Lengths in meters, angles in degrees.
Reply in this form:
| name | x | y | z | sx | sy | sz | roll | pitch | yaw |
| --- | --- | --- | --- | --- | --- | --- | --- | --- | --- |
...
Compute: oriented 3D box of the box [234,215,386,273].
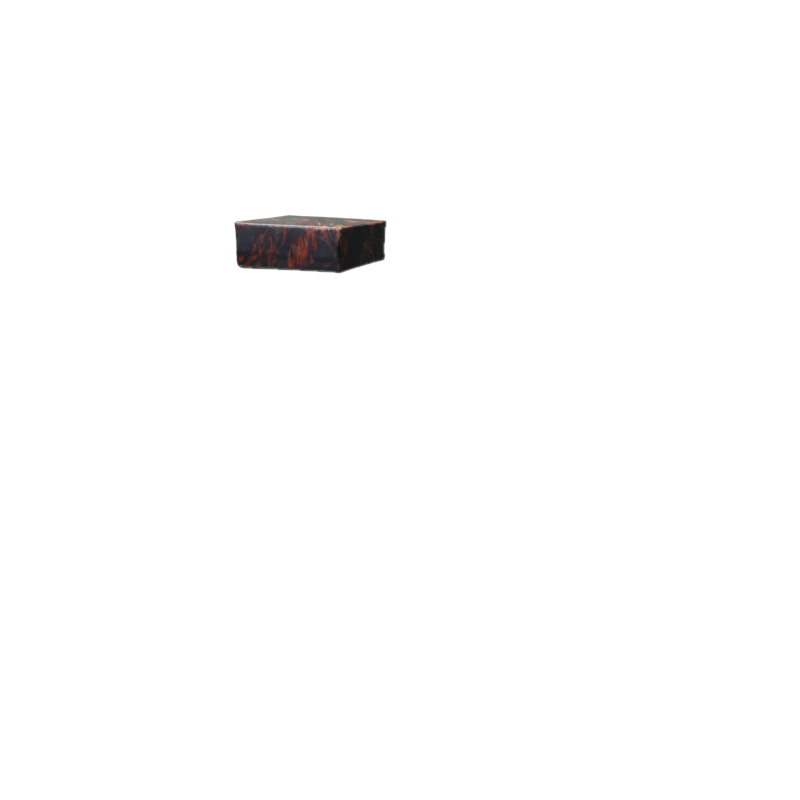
| name | x | y | z | sx | sy | sz | roll | pitch | yaw |
| --- | --- | --- | --- | --- | --- | --- | --- | --- | --- |
| box | -0.069 | -0.126 | 0.885 | 0.092 | 0.038 | 0.113 | 4 | 14 | 18 |
